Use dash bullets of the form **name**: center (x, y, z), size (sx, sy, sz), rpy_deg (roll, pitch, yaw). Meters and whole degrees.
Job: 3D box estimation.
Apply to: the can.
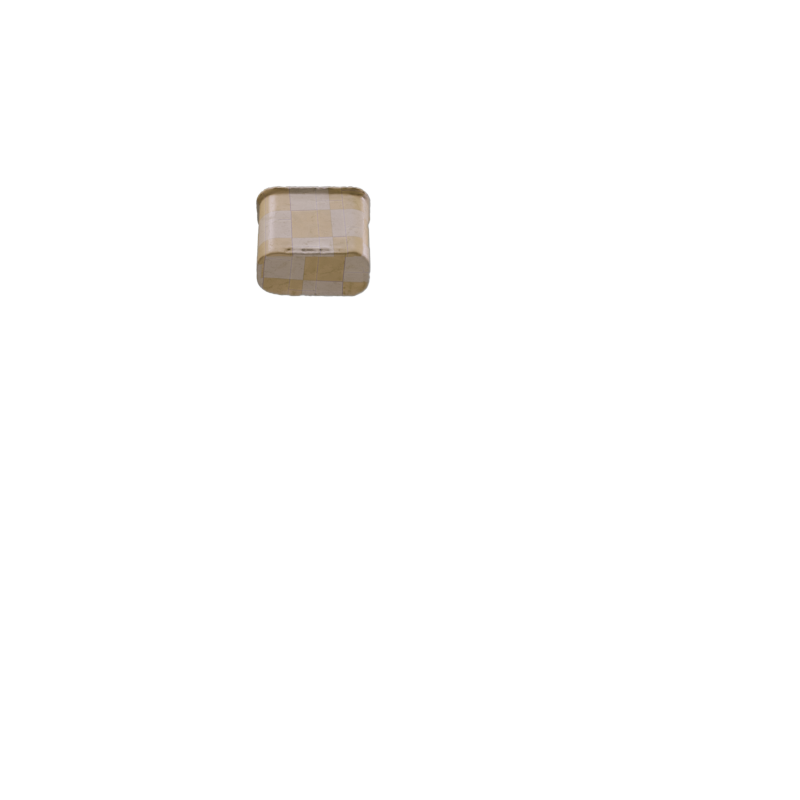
- **can**: center (-0.075, -0.137, 0.962), size (0.102, 0.090, 0.053), rpy_deg (0, -43, -2)
